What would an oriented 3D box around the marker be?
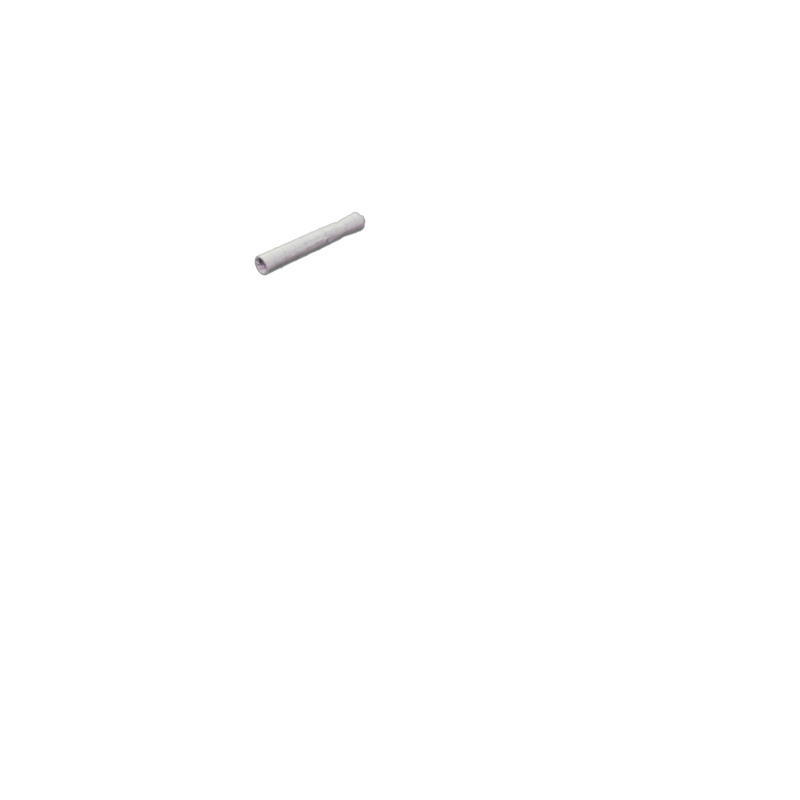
[{"bbox_3d":[-0.078,-0.142,0.996,0.121,0.019,0.021,-31,21,-34],"label":"marker"}]
